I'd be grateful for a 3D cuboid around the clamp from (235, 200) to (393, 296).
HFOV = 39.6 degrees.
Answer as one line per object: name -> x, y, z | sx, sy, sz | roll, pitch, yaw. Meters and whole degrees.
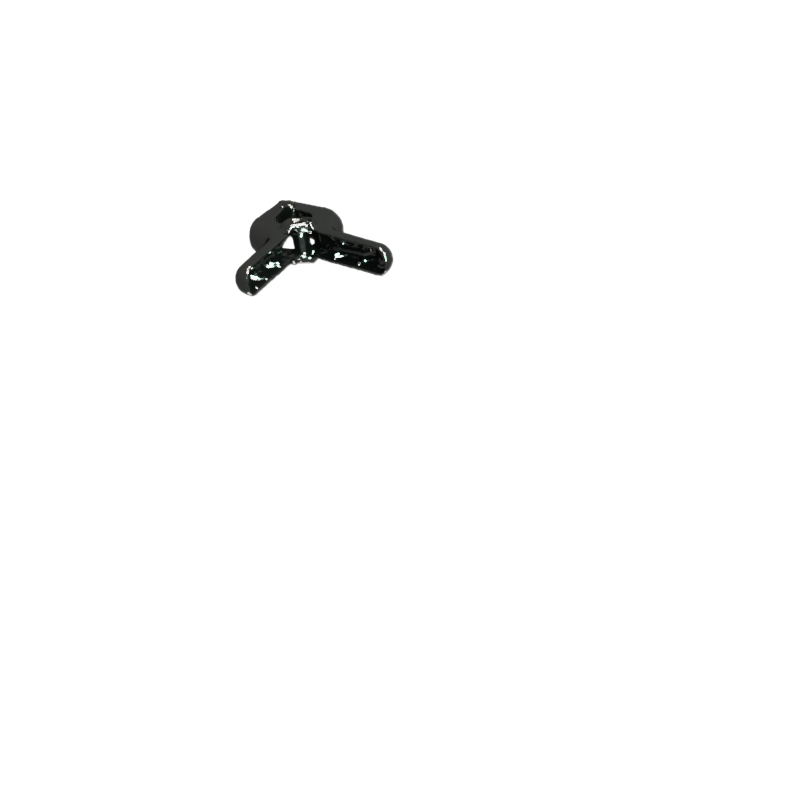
clamp -> -0.071, -0.129, 0.905 | 0.120, 0.037, 0.181 | -2, 28, -3
